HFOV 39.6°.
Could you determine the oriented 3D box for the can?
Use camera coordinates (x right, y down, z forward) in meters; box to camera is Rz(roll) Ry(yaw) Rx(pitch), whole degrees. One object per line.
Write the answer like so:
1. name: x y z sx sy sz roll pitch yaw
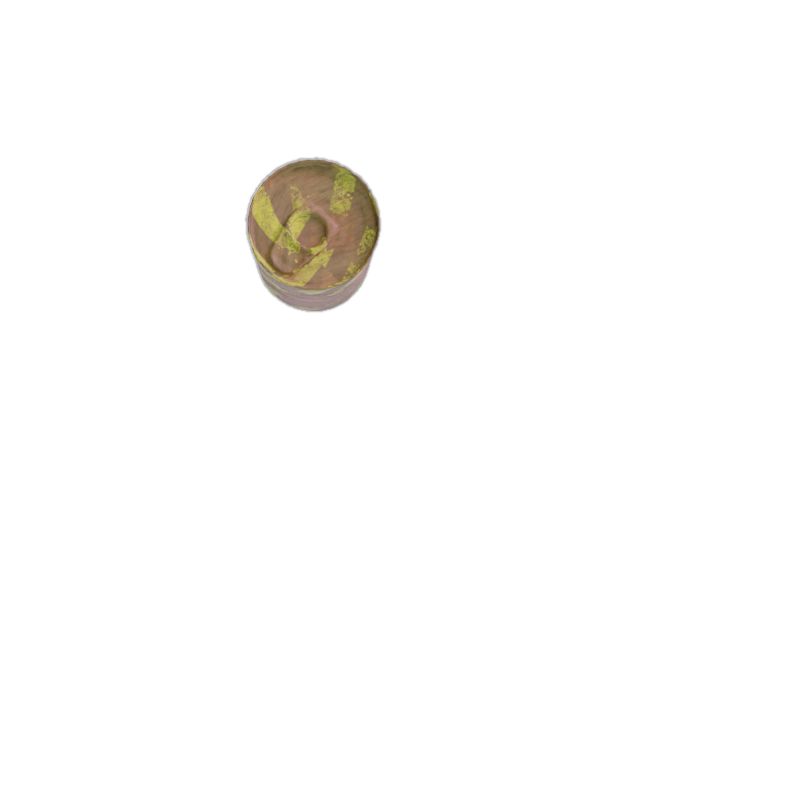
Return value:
1. can: -0.048 -0.087 0.611 0.068 0.070 0.101 0 -5 -3
